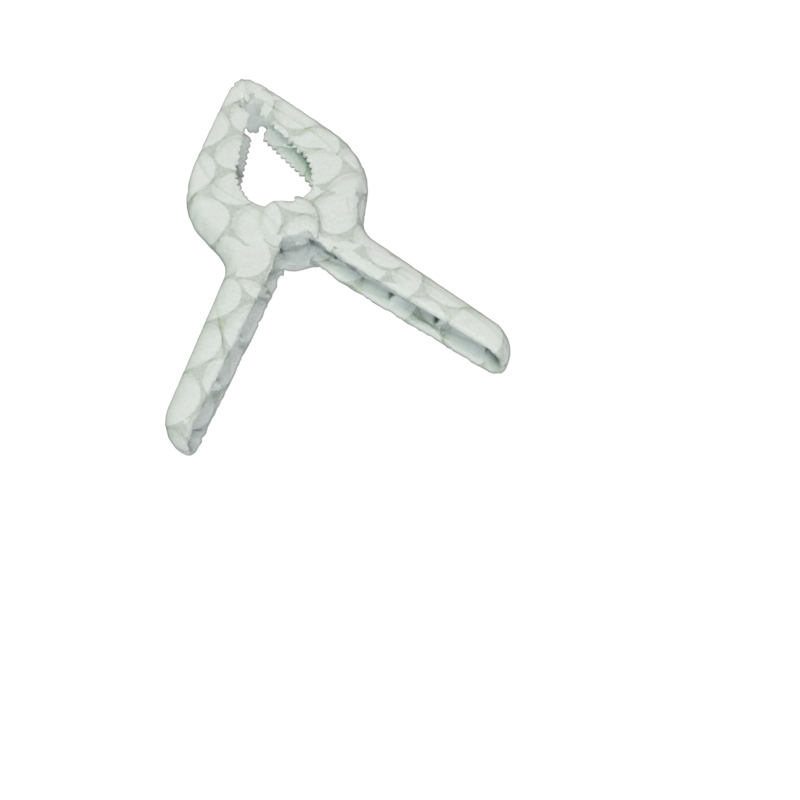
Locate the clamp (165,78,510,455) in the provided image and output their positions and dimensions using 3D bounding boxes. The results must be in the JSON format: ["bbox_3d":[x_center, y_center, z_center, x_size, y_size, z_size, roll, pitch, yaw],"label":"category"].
[{"bbox_3d":[-0.044,-0.080,0.563,0.163,0.225,0.034,-9,-32,-6],"label":"clamp"}]
